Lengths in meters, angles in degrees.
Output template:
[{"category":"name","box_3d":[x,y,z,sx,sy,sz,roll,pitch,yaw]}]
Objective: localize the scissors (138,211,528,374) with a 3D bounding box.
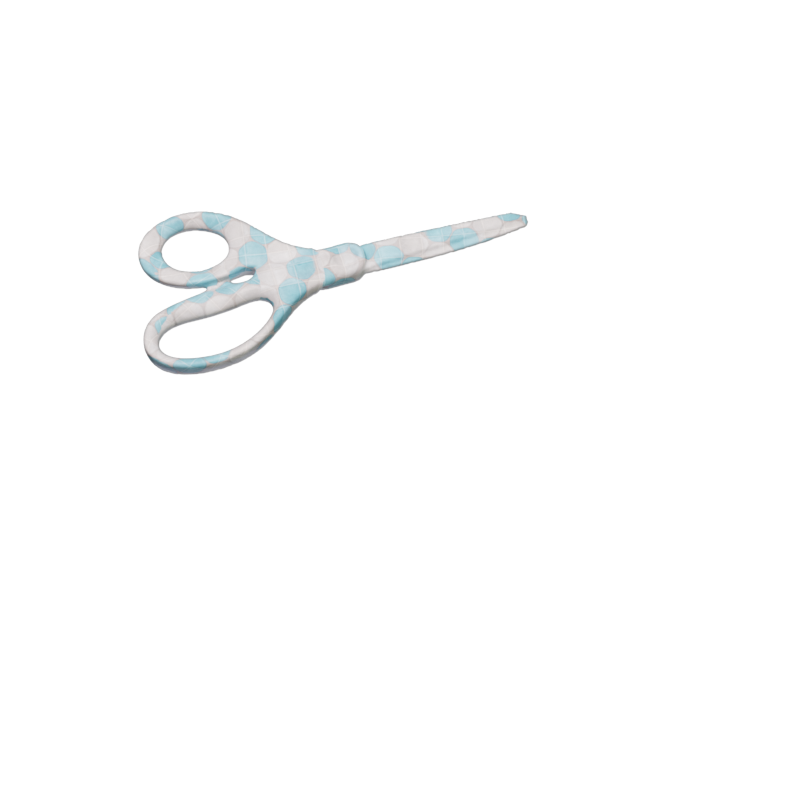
[{"category":"scissors","box_3d":[-0.044,-0.080,0.562,0.201,0.102,0.015,-29,-26,-16]}]
